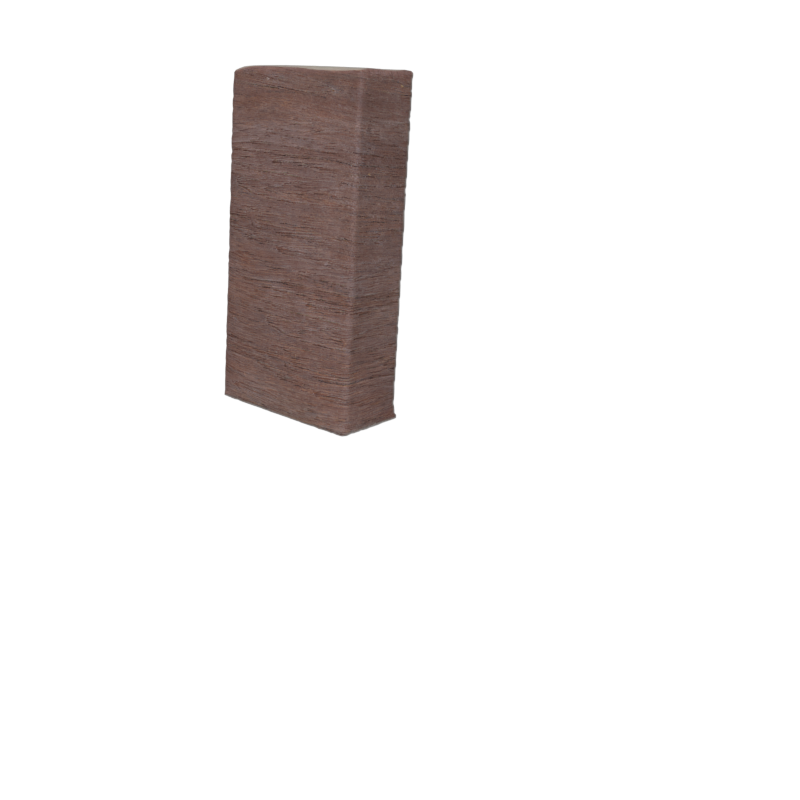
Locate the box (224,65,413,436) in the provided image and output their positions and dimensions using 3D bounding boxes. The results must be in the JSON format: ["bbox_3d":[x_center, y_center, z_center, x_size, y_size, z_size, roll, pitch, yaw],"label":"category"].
[{"bbox_3d":[-0.044,-0.080,0.561,0.098,0.172,0.047,11,15,42],"label":"box"}]
